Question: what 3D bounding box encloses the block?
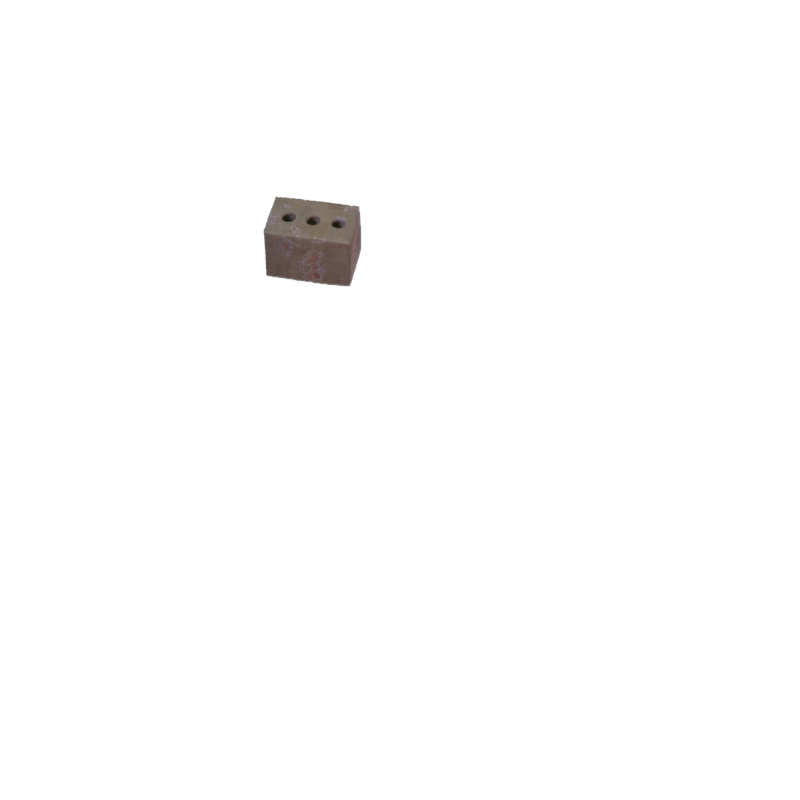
[{"bbox_3d":[-0.076,-0.138,0.967,0.079,0.048,0.056,7,44,6],"label":"block"}]
